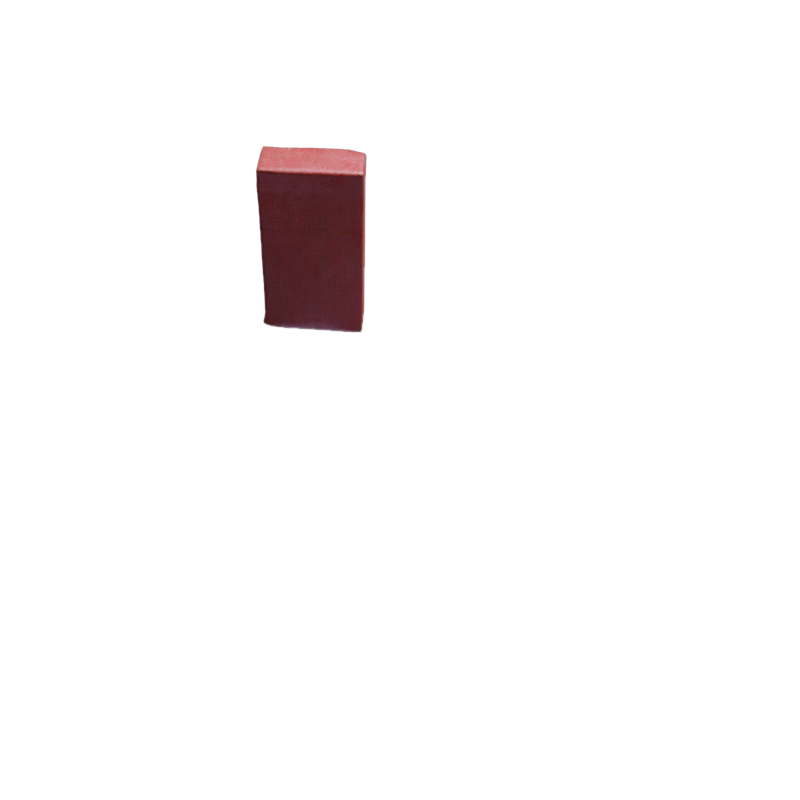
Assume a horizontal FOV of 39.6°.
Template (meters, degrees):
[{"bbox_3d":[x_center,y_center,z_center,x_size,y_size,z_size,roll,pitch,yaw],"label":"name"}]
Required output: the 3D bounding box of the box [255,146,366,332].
[{"bbox_3d":[-0.077,-0.141,0.987,0.094,0.165,0.051,5,38,3],"label":"box"}]
